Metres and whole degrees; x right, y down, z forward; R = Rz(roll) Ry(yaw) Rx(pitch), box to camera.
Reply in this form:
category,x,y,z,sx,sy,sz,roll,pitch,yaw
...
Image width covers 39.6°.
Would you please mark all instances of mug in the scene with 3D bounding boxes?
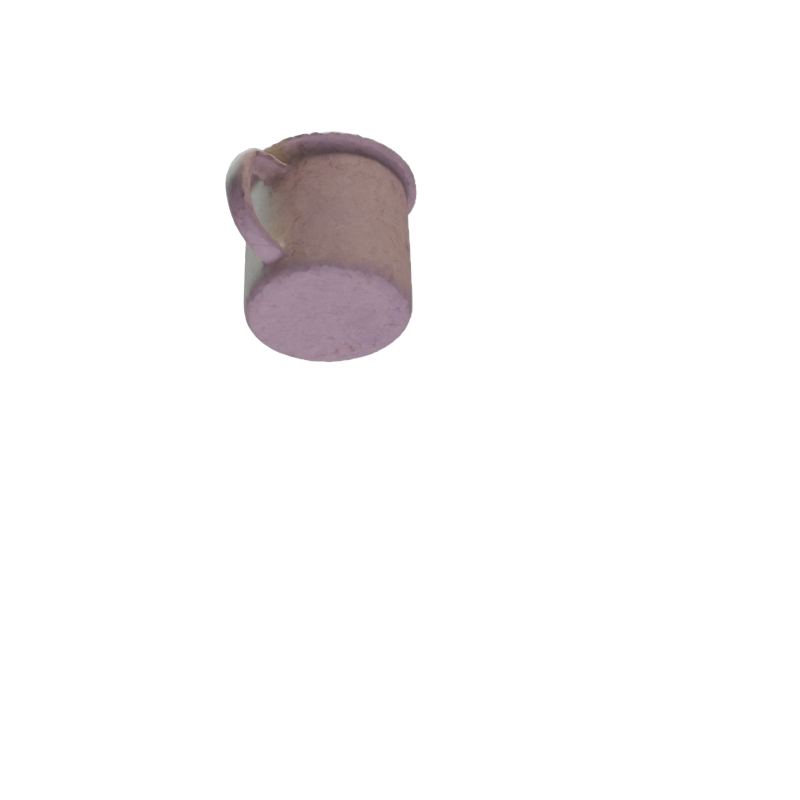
category,x,y,z,sx,sy,sz,roll,pitch,yaw
mug,-0.043,-0.078,0.545,0.094,0.087,0.109,-22,-39,27
